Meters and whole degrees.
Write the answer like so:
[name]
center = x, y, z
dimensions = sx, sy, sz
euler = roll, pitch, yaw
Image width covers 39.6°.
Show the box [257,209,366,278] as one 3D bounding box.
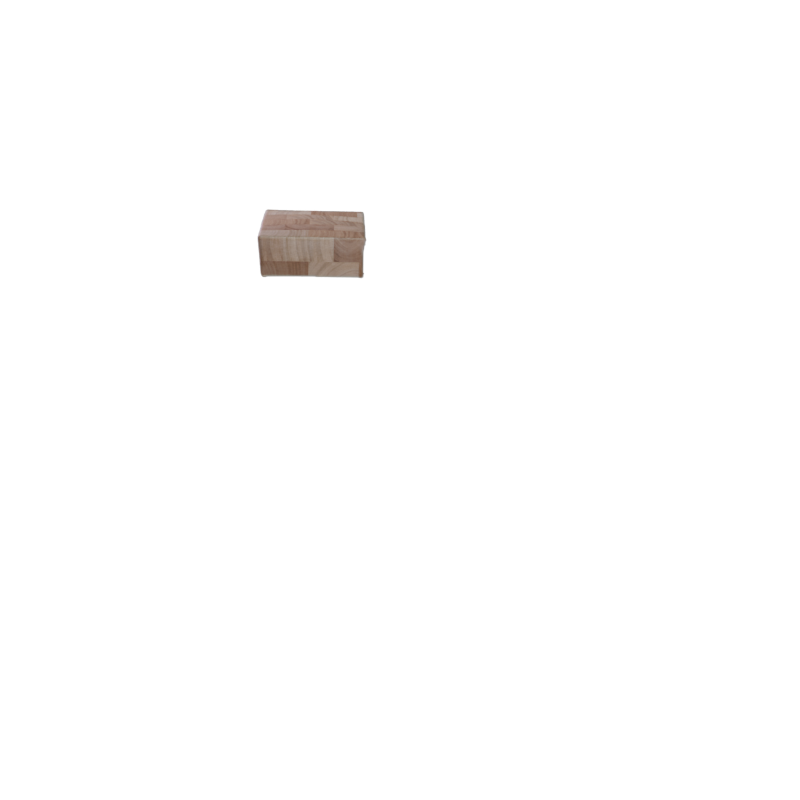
[box]
center = -0.075, -0.137, 0.959
dimensions = 0.090, 0.037, 0.119
euler = 0, 22, -1
